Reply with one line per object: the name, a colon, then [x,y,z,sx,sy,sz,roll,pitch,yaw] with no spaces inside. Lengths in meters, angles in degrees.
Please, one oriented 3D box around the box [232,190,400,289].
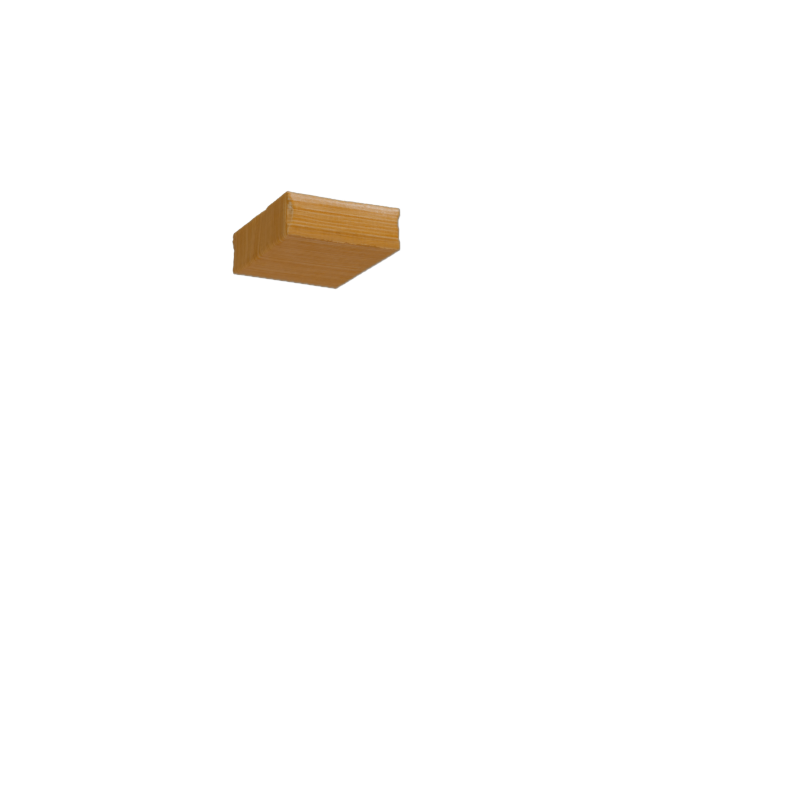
box: [-0.052,-0.095,0.667,0.070,0.031,0.089,6,-12,-26]
